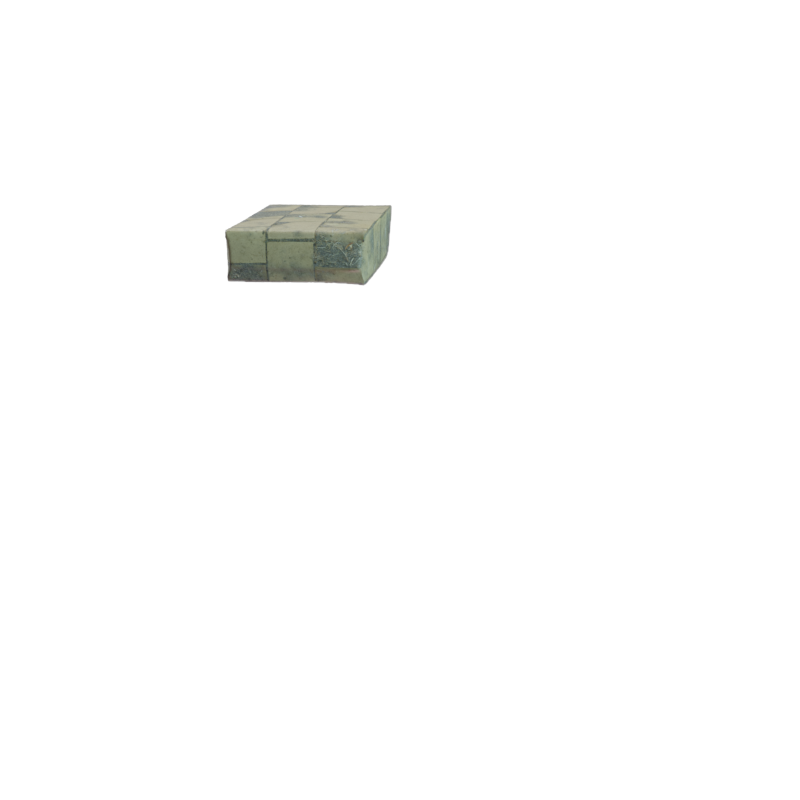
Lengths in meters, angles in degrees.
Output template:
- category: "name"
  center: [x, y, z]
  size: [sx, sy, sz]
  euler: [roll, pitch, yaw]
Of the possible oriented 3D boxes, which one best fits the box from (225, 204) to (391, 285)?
- category: "box"
  center: [-0.057, -0.105, 0.733]
  size: [0.091, 0.038, 0.115]
  euler: [3, 16, 9]
